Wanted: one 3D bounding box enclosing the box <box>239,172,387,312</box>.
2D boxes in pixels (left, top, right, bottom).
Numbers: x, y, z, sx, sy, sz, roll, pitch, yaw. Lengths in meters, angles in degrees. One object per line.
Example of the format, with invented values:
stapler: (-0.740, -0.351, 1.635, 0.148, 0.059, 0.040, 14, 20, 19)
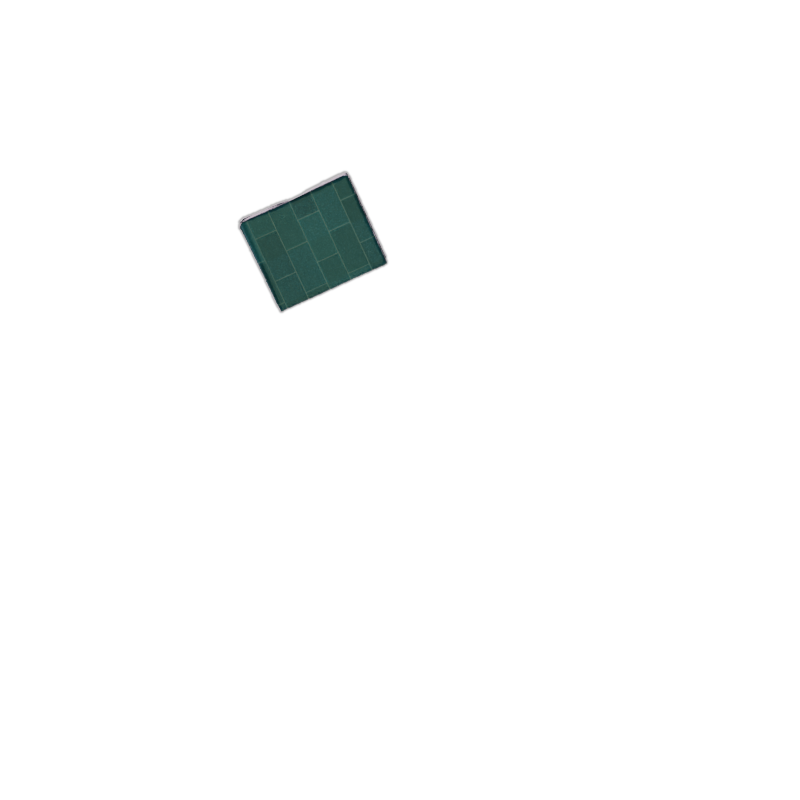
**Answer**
box: (-0.064, -0.117, 0.819, 0.089, 0.071, 0.031, -24, 9, 3)
